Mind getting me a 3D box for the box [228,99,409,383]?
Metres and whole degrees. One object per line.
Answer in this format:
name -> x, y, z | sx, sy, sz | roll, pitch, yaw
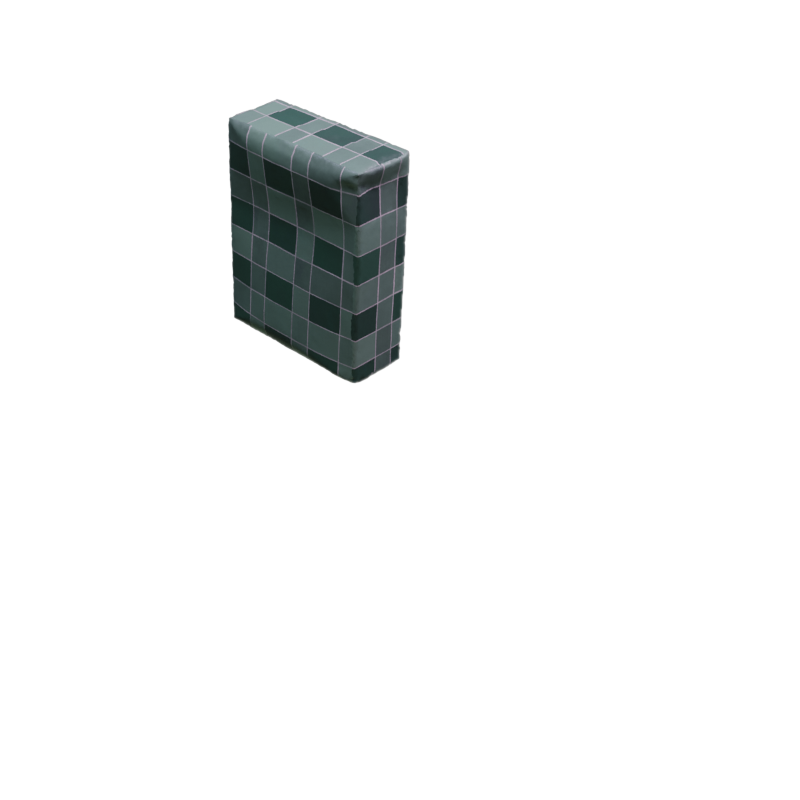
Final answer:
box -> -0.078, -0.143, 0.999 | 0.175, 0.201, 0.072 | 29, 41, 35
